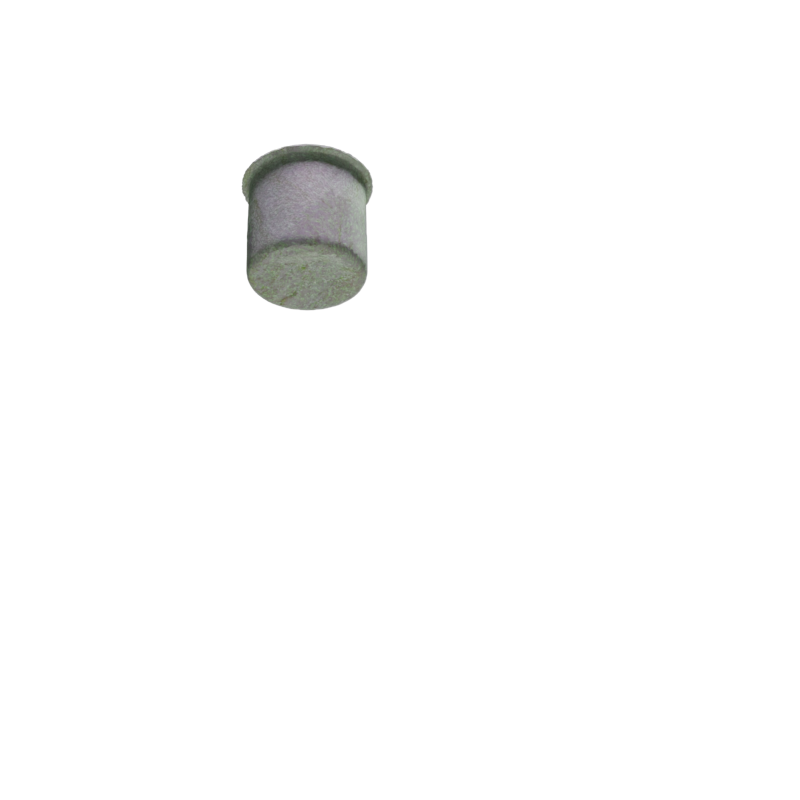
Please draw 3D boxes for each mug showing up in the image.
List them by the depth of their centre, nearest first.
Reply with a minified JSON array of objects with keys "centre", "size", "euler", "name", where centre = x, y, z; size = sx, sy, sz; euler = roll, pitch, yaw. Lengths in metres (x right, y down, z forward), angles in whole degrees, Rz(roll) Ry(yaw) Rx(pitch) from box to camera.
[{"centre":[-0.060,-0.110,0.771],"size":[0.094,0.087,0.108],"euler":[-11,-33,15],"name":"mug"}]
